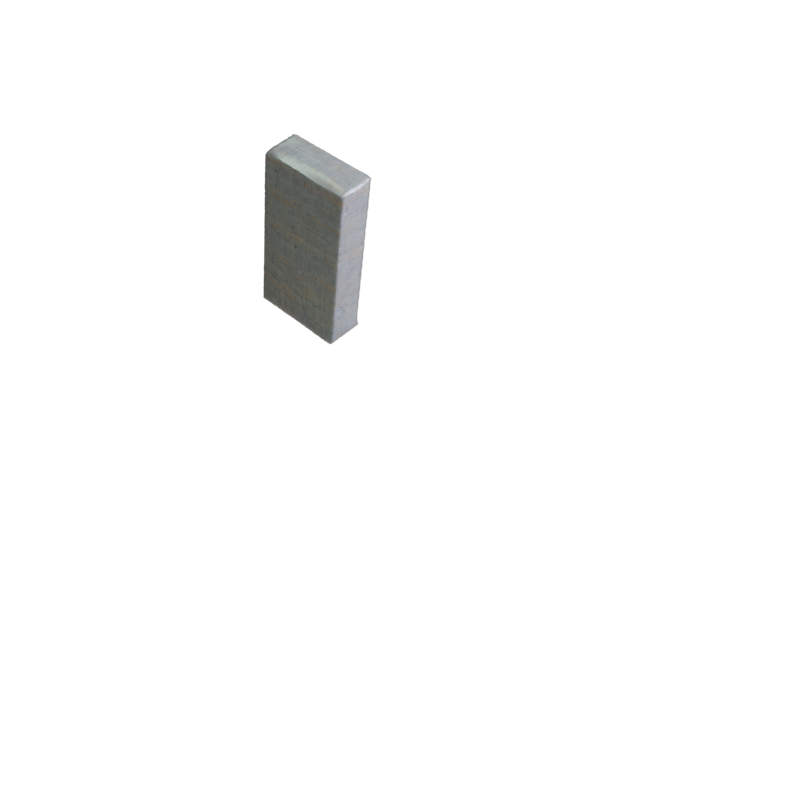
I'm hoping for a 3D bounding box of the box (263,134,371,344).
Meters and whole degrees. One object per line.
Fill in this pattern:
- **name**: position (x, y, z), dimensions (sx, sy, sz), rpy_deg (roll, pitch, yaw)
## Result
- **box**: position (-0.078, -0.142, 0.998), dimensions (0.099, 0.164, 0.048), rpy_deg (35, 53, 26)
